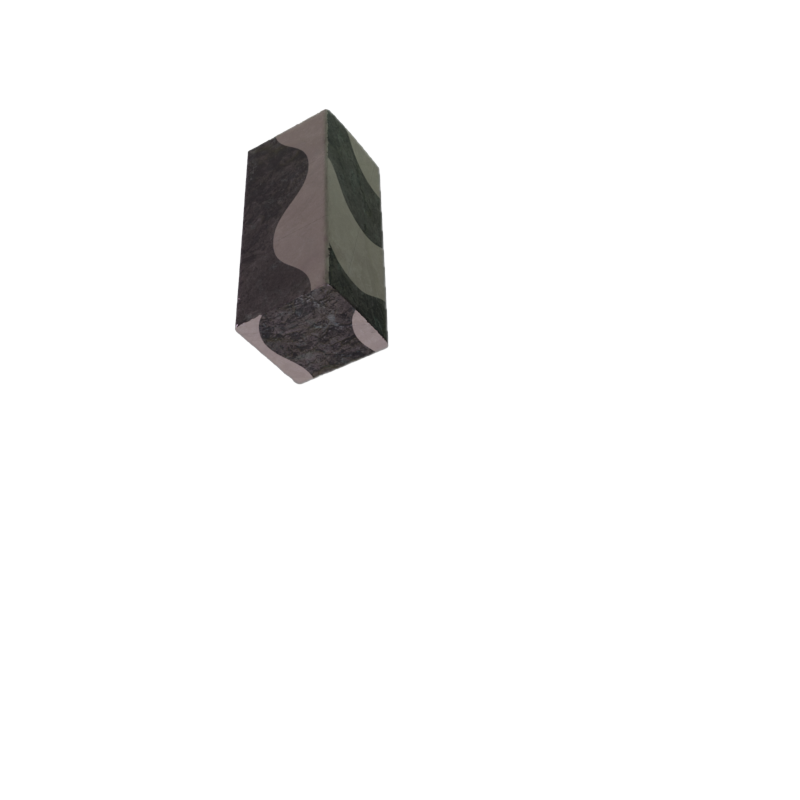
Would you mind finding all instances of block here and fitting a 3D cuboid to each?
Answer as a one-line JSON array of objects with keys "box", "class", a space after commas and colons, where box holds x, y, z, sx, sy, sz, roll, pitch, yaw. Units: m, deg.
[{"box": [-0.072, -0.132, 0.924, 0.091, 0.221, 0.083, -24, -45, 23], "class": "block"}]
